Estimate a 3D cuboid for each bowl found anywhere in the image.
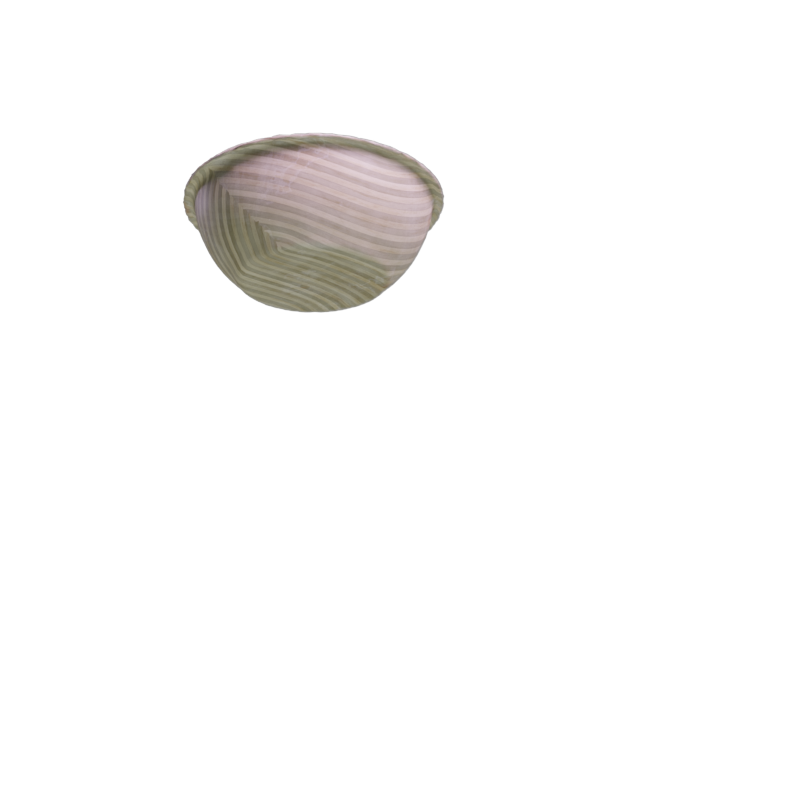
[{"bbox_3d":[-0.053,-0.096,0.676,0.162,0.058,0.154,1,-22,-2],"label":"bowl"}]
